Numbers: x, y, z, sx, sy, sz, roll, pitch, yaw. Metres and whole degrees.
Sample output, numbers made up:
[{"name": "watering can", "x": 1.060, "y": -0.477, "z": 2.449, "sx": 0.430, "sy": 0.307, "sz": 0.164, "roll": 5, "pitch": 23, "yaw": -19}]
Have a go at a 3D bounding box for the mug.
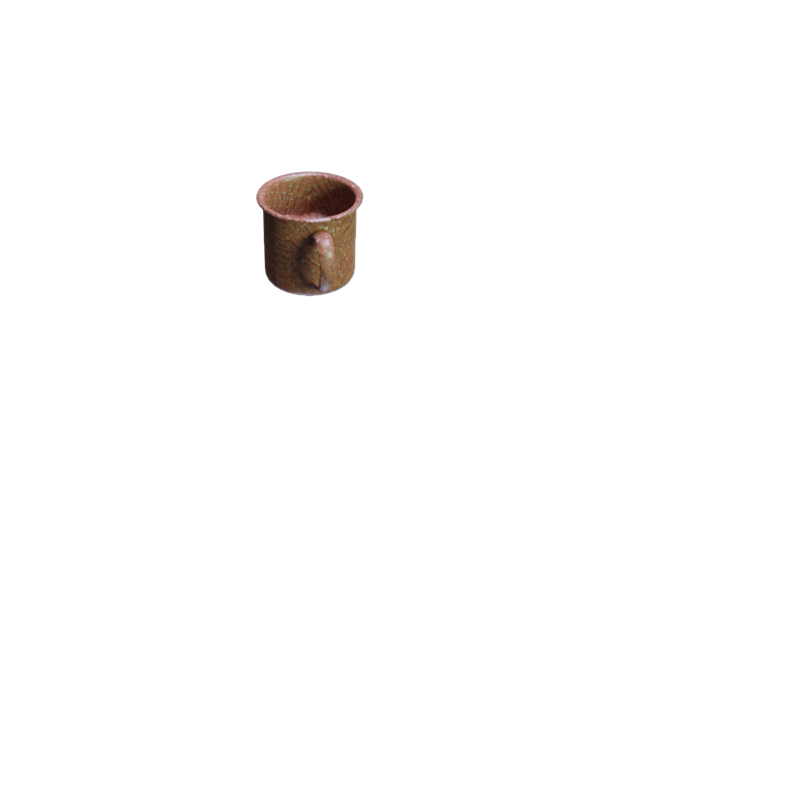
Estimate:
[{"name": "mug", "x": -0.076, "y": -0.139, "z": 0.971, "sx": 0.092, "sy": 0.076, "sz": 0.126, "roll": -9, "pitch": 36, "yaw": -15}]
